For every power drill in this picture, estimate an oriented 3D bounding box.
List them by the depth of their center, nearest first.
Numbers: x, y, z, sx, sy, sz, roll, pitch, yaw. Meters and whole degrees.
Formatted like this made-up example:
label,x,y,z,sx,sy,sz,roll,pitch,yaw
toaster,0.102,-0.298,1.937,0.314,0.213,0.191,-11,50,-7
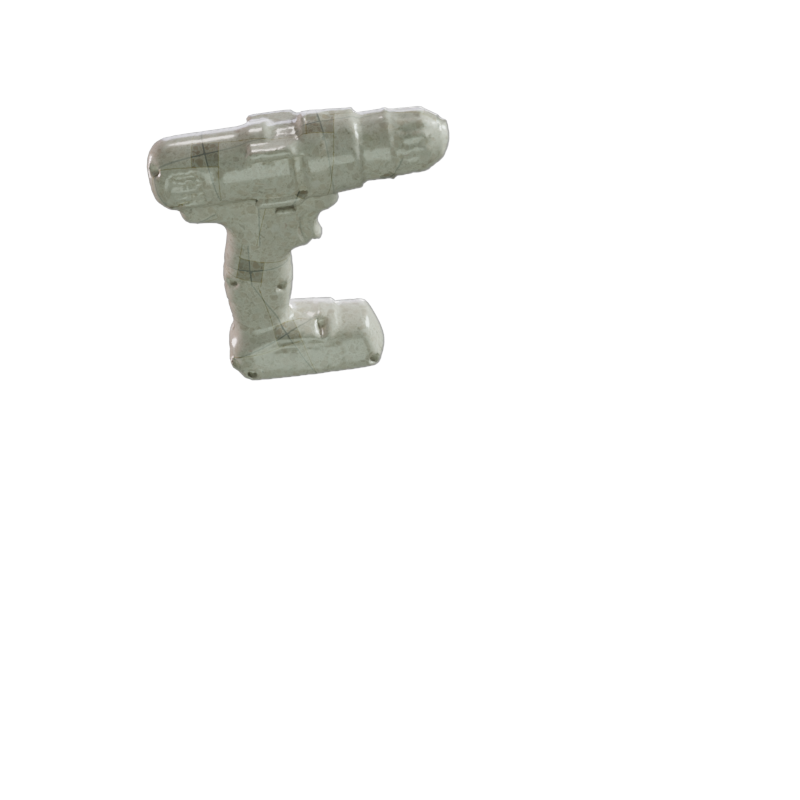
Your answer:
label,x,y,z,sx,sy,sz,roll,pitch,yaw
power drill,-0.056,-0.102,0.716,0.185,0.174,0.061,-5,39,4
